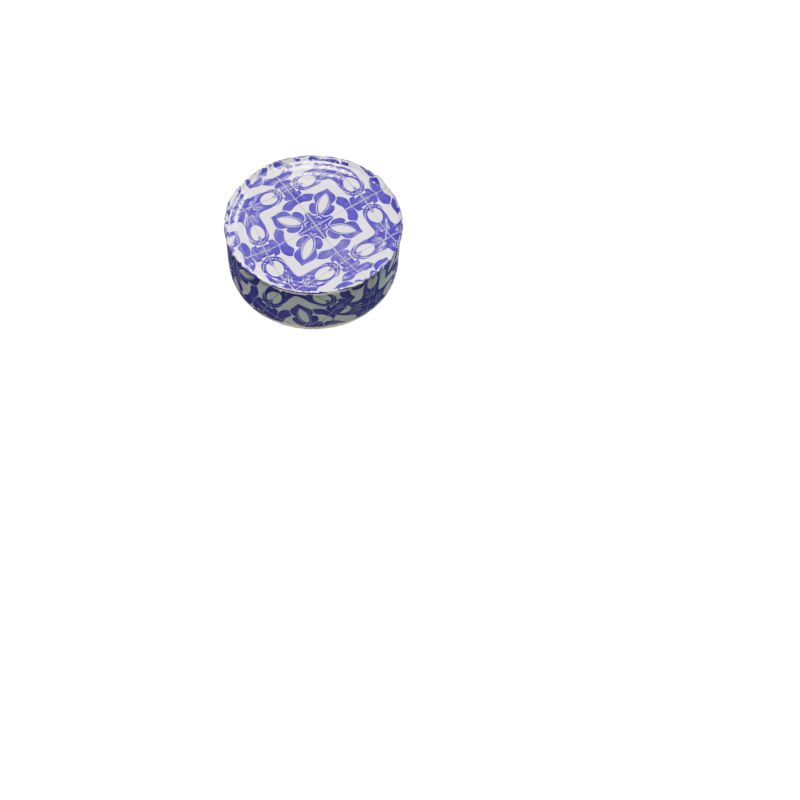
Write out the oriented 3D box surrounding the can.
[{"bbox_3d":[-0.042,-0.077,0.543,0.086,0.092,0.031,-1,-36,-1],"label":"can"}]
